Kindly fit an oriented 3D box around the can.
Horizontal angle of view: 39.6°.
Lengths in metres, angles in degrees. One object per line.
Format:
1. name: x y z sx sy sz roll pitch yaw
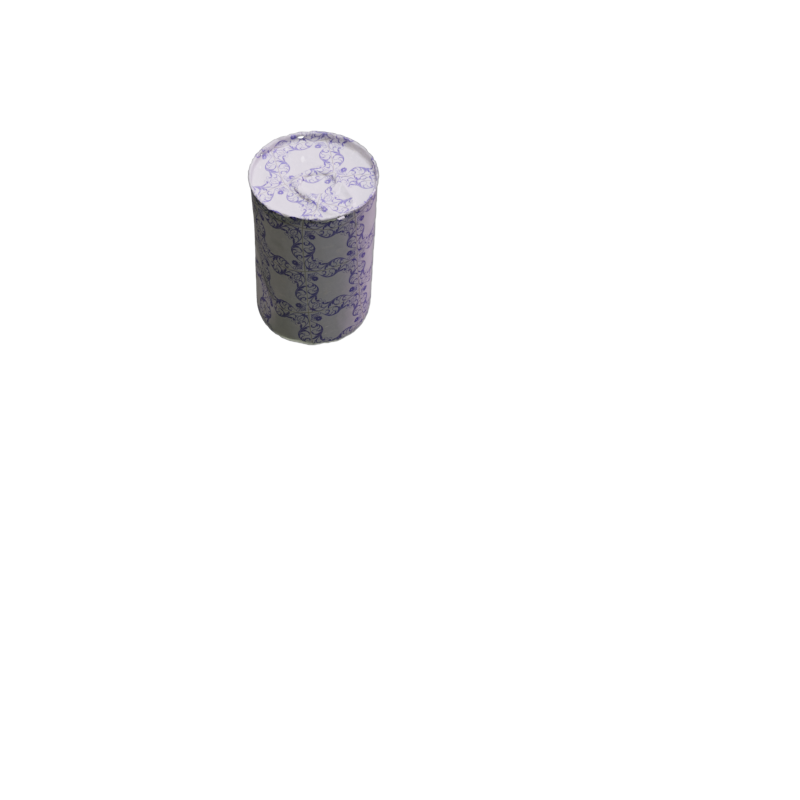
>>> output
1. can: -0.048 -0.087 0.608 0.068 0.074 0.095 0 -41 -3
